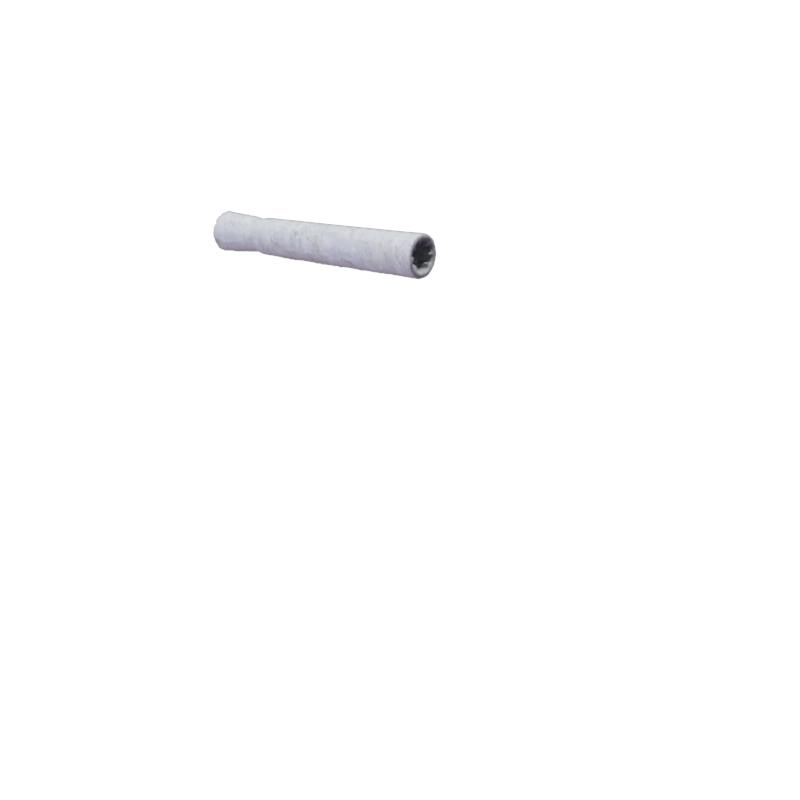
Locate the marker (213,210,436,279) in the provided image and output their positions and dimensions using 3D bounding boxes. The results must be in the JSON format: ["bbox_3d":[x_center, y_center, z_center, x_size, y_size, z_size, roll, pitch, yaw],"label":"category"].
[{"bbox_3d":[-0.038,-0.070,0.489,0.127,0.019,0.019,14,12,40],"label":"marker"}]
